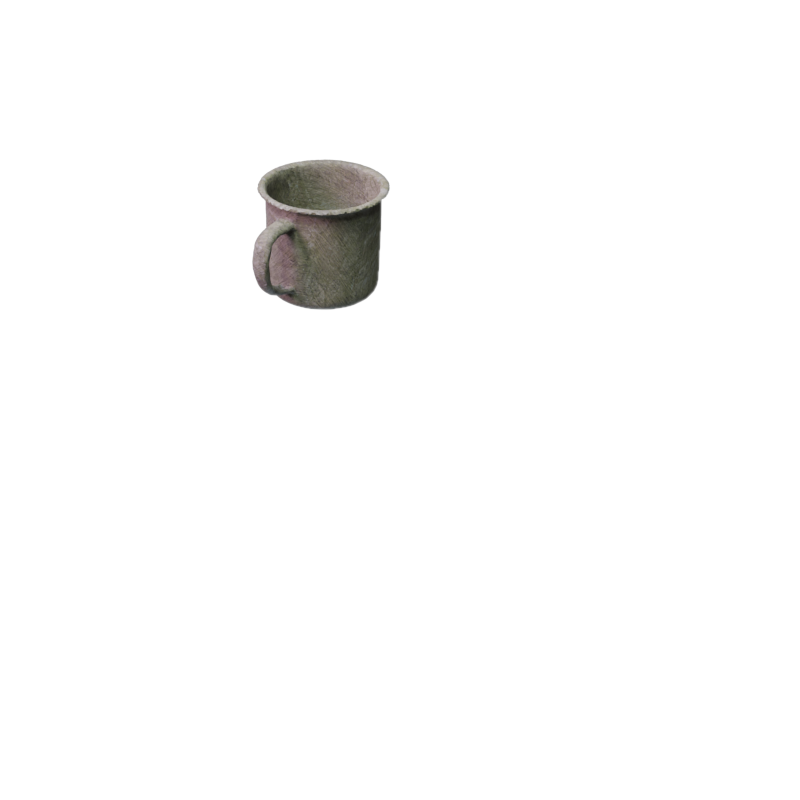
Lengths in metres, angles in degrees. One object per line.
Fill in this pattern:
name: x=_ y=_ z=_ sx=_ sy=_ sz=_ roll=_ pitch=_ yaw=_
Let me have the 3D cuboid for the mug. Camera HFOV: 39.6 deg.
mug: x=-0.062 y=-0.113 z=0.789 sx=0.098 sy=0.077 sz=0.118 roll=20 pitch=36 yaw=28
